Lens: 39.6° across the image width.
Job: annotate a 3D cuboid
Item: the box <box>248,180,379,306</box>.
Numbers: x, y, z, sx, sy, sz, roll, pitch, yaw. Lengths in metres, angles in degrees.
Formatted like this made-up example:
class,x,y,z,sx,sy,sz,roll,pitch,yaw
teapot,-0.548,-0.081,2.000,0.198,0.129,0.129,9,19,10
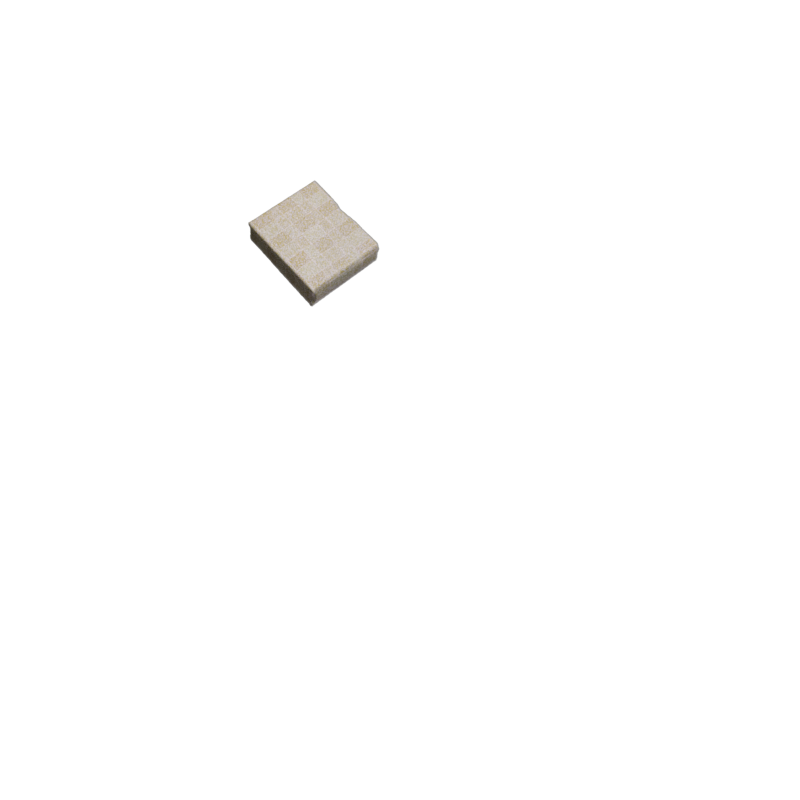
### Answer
class,x,y,z,sx,sy,sz,roll,pitch,yaw
box,-0.074,-0.134,0.942,0.073,0.095,0.028,-35,-24,-19
